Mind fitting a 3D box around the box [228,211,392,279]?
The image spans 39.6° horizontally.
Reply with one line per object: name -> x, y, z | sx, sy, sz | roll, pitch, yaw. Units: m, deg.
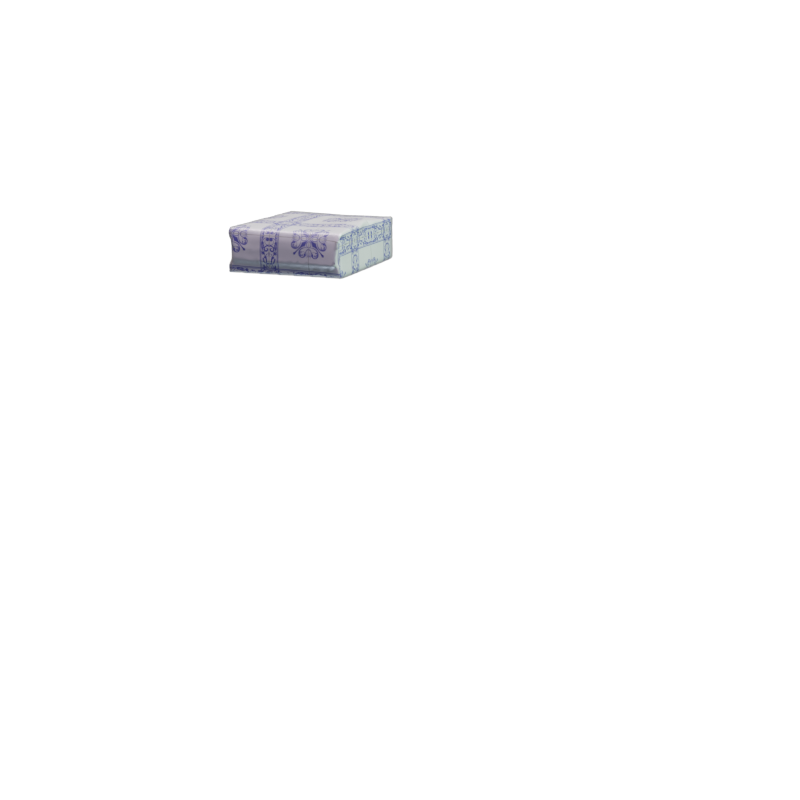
box -> -0.053, -0.097, 0.681 | 0.075, 0.029, 0.089 | 6, 16, 21
